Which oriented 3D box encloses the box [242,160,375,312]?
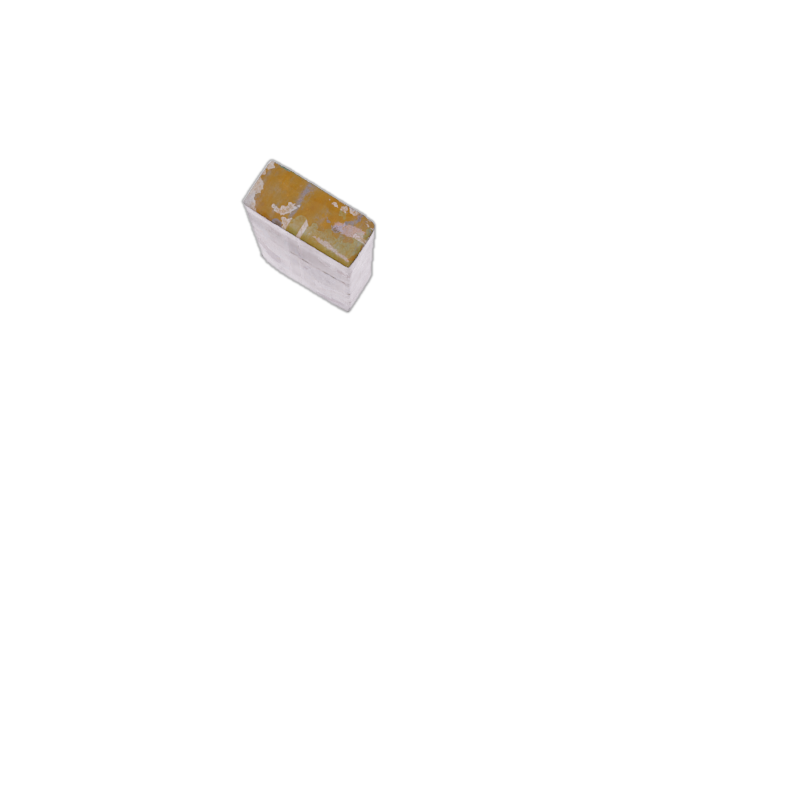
[{"bbox_3d":[-0.068,-0.124,0.869,0.095,0.049,0.172,33,-9,2],"label":"box"}]
